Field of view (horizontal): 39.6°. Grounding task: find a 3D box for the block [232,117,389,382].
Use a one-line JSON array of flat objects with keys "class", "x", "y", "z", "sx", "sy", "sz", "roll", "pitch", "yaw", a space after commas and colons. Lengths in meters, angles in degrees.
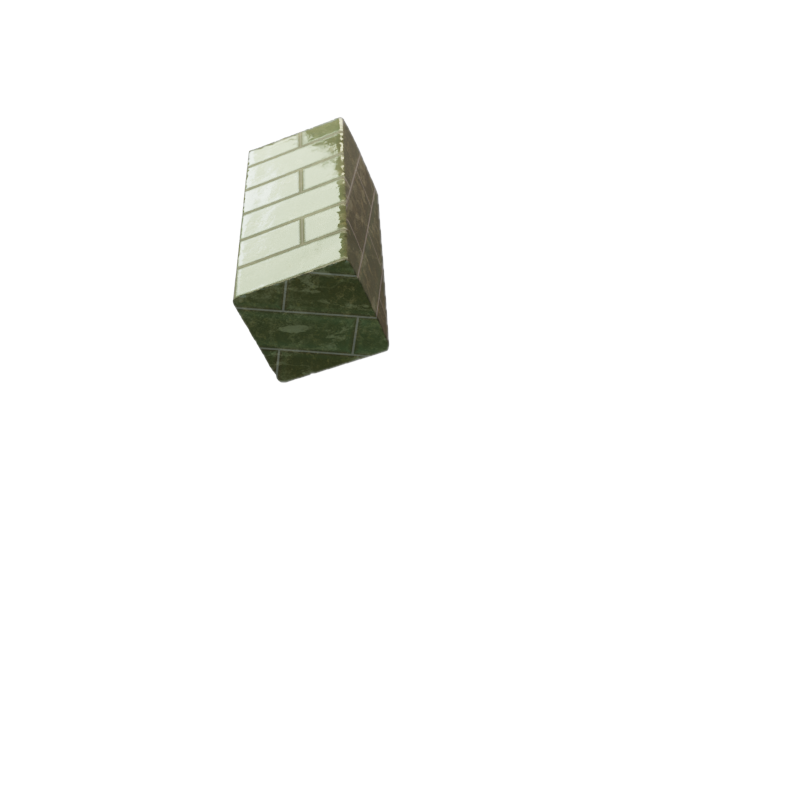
[{"class": "block", "x": -0.068, "y": -0.124, "z": 0.875, "sx": 0.091, "sy": 0.083, "sz": 0.221, "roll": -18, "pitch": 39, "yaw": 11}]
